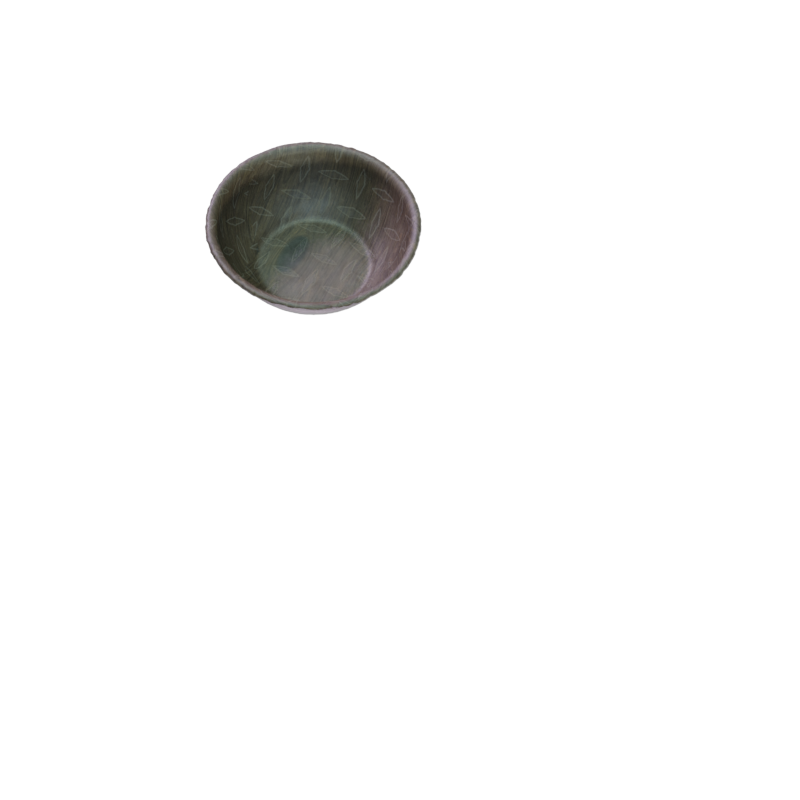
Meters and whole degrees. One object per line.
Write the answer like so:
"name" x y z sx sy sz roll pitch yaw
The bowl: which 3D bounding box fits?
"bowl" -0.066 -0.121 0.847 0.162 0.174 0.051 -1 -36 -1
